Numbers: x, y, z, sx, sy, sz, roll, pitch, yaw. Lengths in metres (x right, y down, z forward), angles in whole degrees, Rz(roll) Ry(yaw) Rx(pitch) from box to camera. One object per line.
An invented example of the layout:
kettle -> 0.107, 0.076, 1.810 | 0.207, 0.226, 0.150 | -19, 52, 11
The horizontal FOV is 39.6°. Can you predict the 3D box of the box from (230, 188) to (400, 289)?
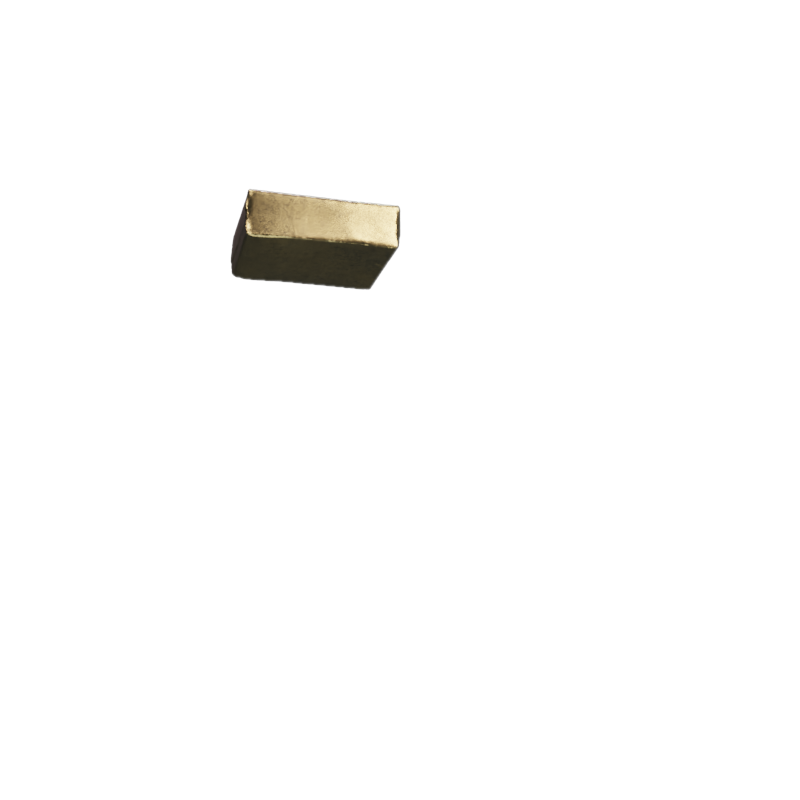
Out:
box -> -0.064, -0.117, 0.819 | 0.112, 0.041, 0.087 | 3, -18, -12
